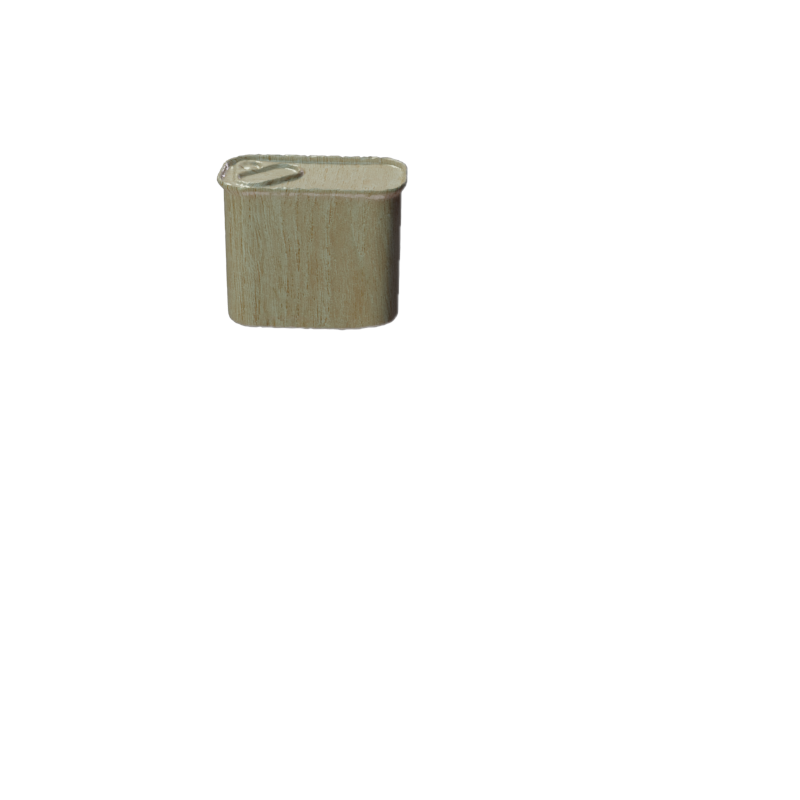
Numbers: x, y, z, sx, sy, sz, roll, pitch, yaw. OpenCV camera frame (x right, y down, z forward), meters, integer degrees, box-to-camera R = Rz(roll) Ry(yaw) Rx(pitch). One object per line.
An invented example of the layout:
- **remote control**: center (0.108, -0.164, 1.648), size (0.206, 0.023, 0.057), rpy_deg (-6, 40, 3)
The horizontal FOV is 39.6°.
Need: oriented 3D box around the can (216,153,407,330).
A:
- **can**: center (-0.048, -0.088, 0.615), size (0.102, 0.079, 0.060), rpy_deg (2, 26, 3)
